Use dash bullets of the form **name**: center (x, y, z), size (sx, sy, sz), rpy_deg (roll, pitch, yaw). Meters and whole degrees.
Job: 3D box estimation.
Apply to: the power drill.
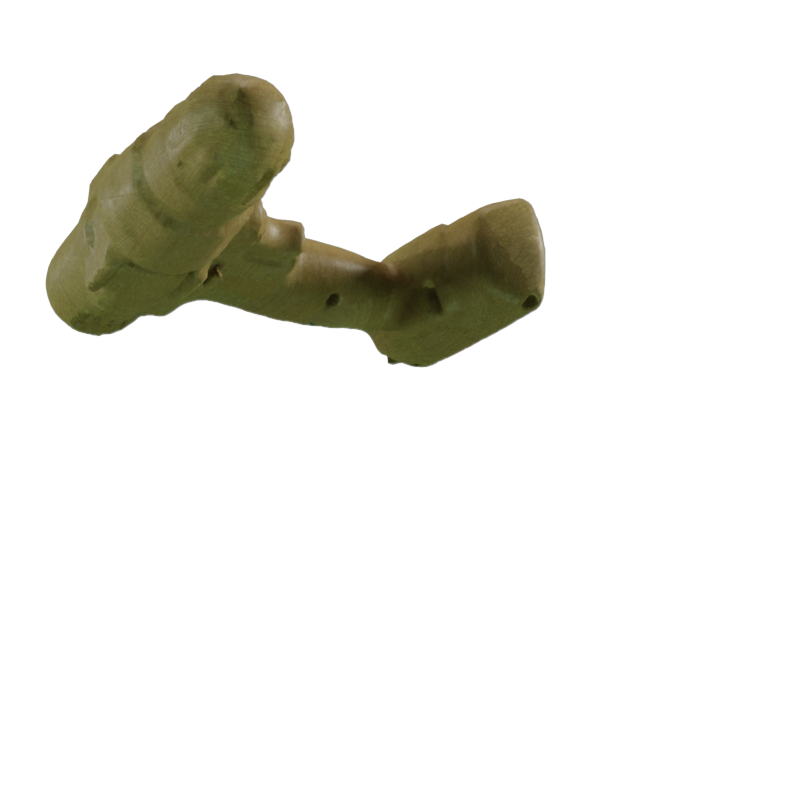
- **power drill**: center (-0.036, -0.065, 0.457), size (0.180, 0.060, 0.184), rpy_deg (9, -19, -29)
